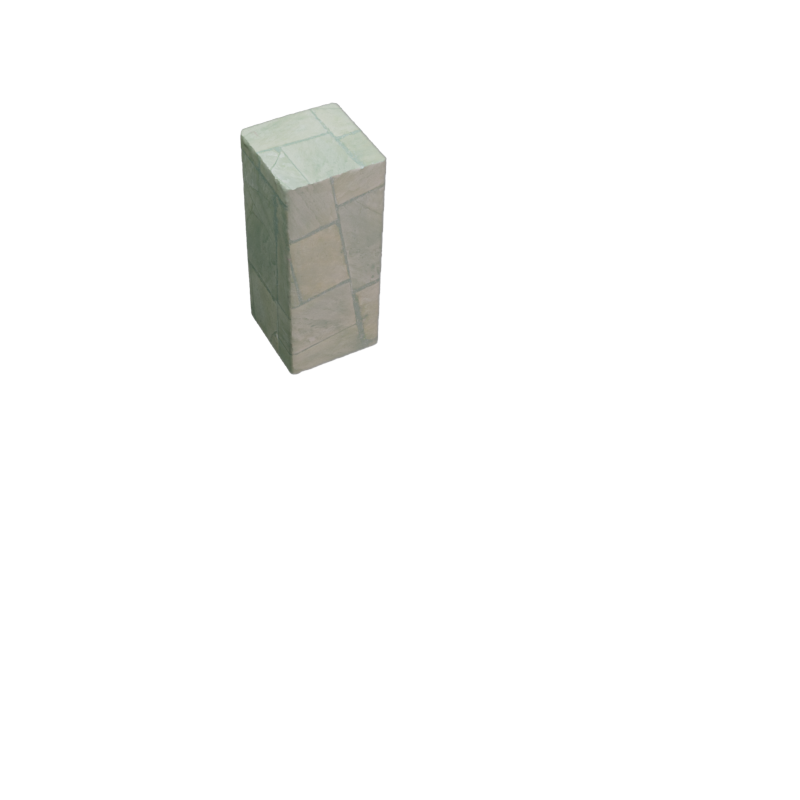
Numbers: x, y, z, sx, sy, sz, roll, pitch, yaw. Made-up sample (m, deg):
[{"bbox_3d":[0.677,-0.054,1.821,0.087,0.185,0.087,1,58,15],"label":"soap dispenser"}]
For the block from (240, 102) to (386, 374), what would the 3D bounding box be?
[{"bbox_3d":[-0.074,-0.134,0.936,0.089,0.192,0.098,-20,50,-21],"label":"block"}]
